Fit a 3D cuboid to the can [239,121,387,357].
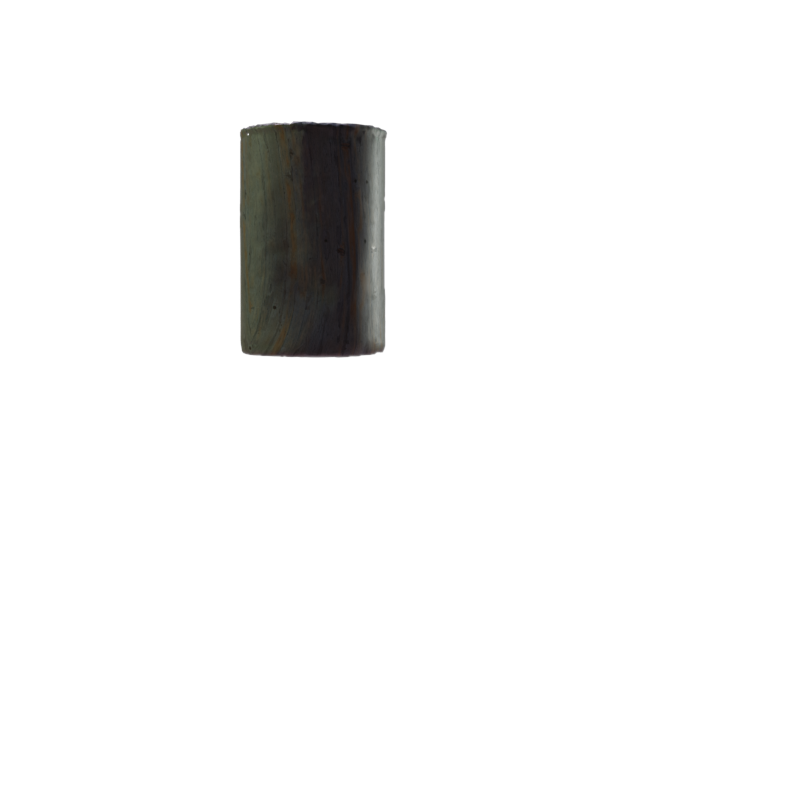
[{"bbox_3d":[-0.040,-0.073,0.509,0.068,0.103,0.069,0,0,-2],"label":"can"}]
